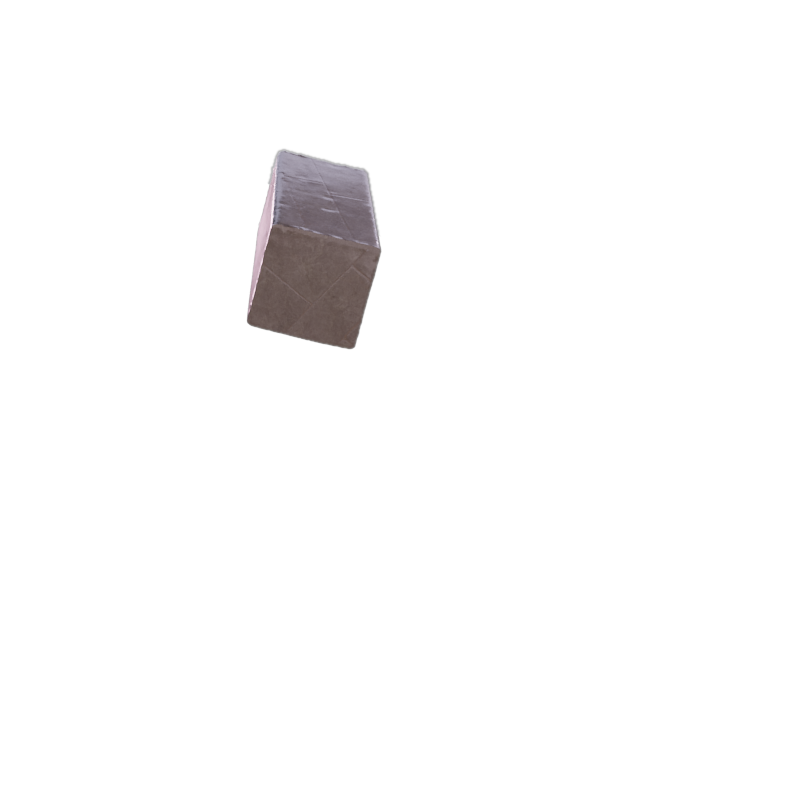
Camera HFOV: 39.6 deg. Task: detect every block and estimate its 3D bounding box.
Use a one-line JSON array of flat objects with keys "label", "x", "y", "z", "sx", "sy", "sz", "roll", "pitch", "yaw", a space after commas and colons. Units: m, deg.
[{"label": "block", "x": -0.075, "y": -0.136, "z": 0.952, "sx": 0.089, "sy": 0.087, "sz": 0.218, "roll": 12, "pitch": 25, "yaw": -10}]
